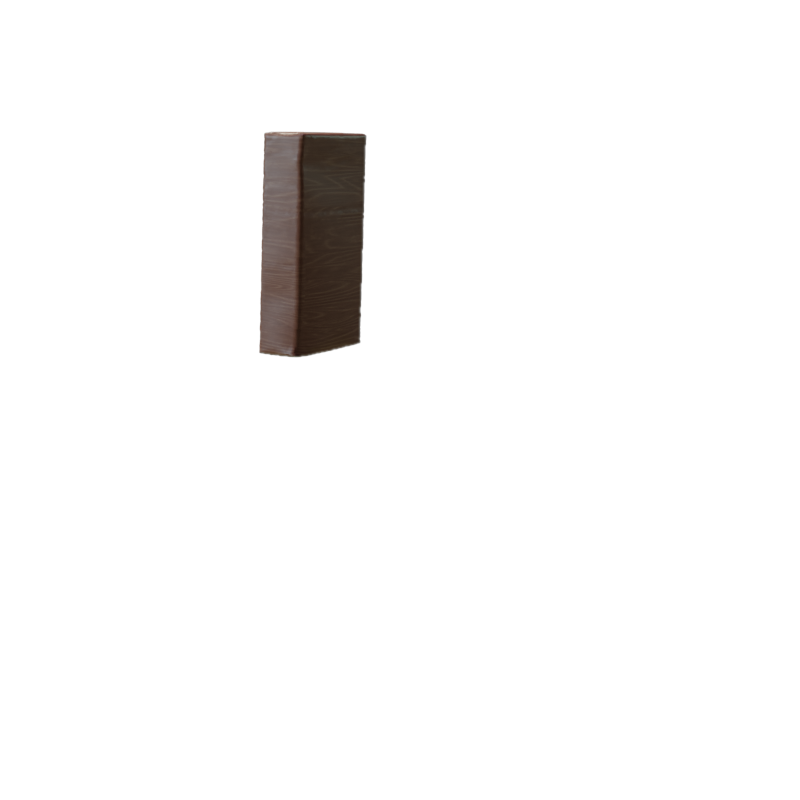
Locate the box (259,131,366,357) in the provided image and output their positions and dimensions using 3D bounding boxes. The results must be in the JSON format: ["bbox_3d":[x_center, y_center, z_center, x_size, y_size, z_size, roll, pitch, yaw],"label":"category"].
[{"bbox_3d":[-0.070,-0.128,0.894,0.050,0.174,0.091,3,7,32],"label":"box"}]
